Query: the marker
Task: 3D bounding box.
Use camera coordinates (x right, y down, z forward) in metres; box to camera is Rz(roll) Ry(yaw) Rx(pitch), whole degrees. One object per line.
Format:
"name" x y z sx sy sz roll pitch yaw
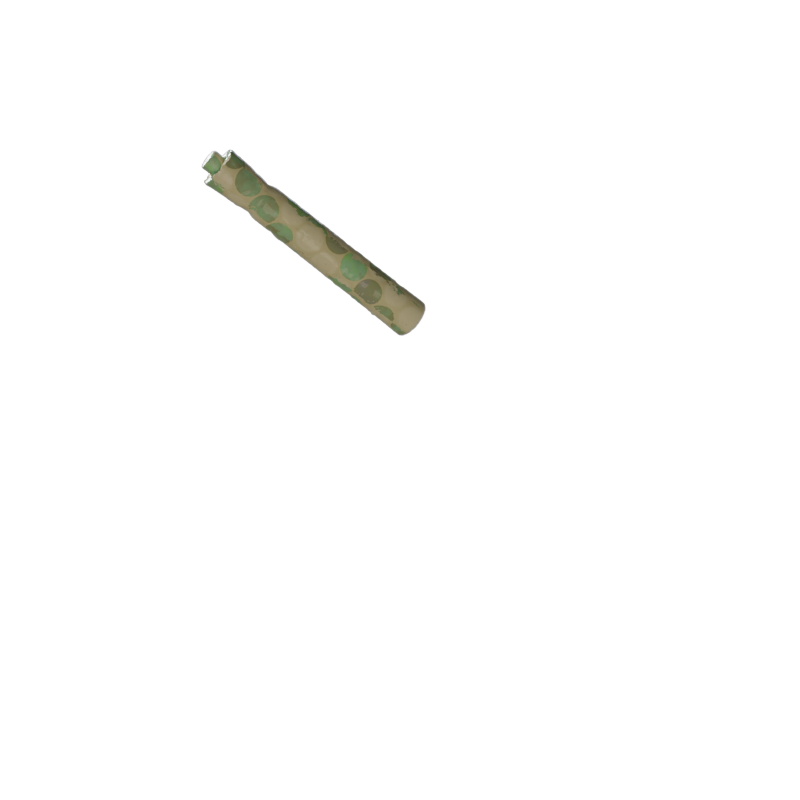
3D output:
"marker" -0.039 -0.071 0.494 0.116 0.020 0.020 37 -10 -17
